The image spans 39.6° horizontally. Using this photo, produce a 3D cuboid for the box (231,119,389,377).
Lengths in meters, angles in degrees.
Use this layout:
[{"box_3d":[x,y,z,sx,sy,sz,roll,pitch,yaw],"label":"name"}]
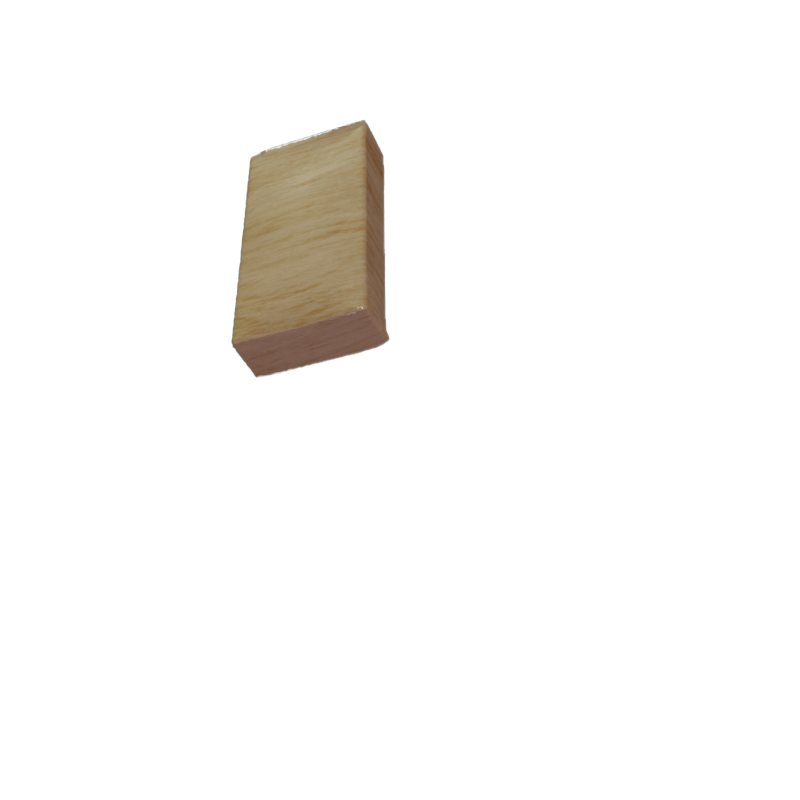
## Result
[{"box_3d":[-0.058,-0.106,0.740,0.094,0.189,0.044,-15,-40,15],"label":"box"}]
